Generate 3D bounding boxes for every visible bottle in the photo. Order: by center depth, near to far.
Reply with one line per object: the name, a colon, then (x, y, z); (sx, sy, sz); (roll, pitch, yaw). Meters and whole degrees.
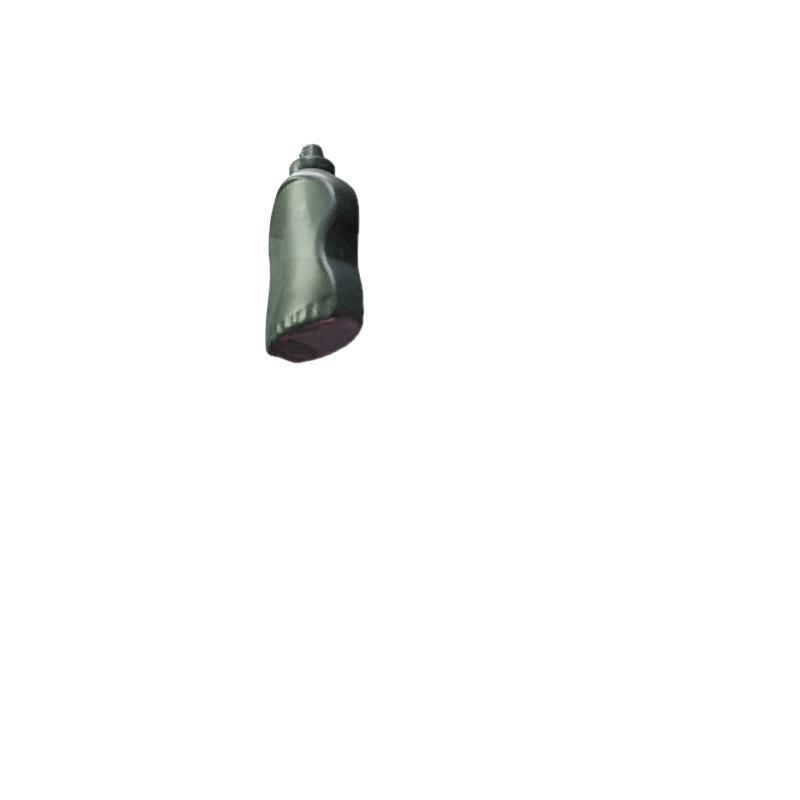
bottle: (-0.074, -0.135, 0.942); (0.055, 0.204, 0.095); (19, -34, -35)
